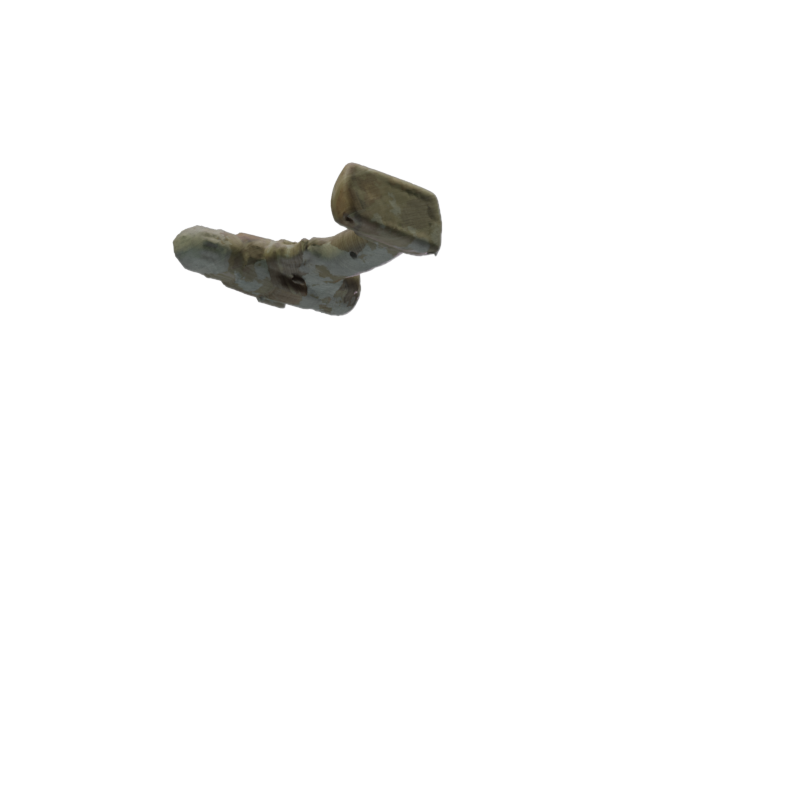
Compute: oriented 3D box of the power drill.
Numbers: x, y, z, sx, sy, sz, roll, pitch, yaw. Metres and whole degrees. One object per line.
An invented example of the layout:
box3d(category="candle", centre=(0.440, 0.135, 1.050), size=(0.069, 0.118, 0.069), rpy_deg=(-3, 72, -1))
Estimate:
box3d(category="power drill", centre=(-0.072, -0.132, 0.925), size=(0.175, 0.060, 0.188), rpy_deg=(13, -22, -36))
